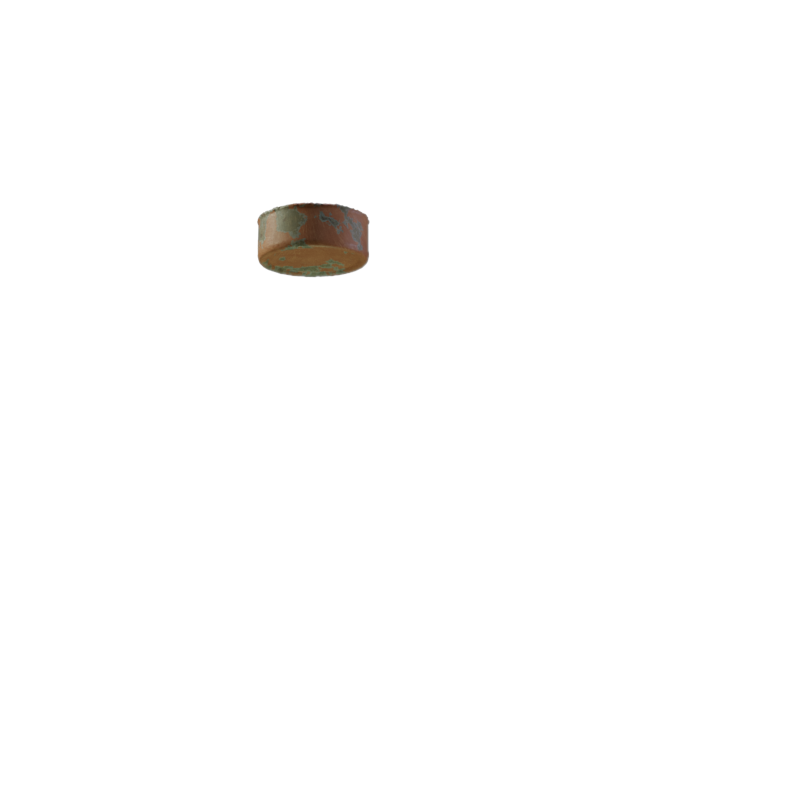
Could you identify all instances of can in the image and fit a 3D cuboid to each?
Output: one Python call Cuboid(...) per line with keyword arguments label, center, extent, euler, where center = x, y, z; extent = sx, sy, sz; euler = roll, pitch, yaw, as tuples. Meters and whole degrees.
Cuboid(label="can", center=(-0.066, -0.120, 0.843), extent=(0.086, 0.035, 0.083), euler=(0, -11, -2))
